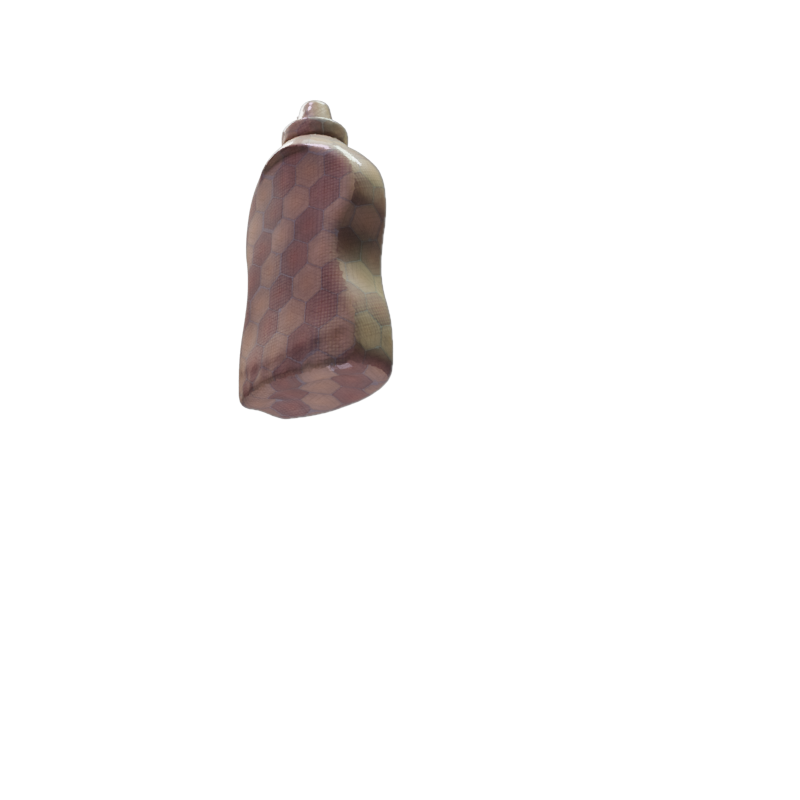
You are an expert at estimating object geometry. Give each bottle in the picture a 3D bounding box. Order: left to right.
[{"bbox_3d":[-0.050,-0.092,0.646,0.055,0.203,0.096,22,-35,-39],"label":"bottle"}]
